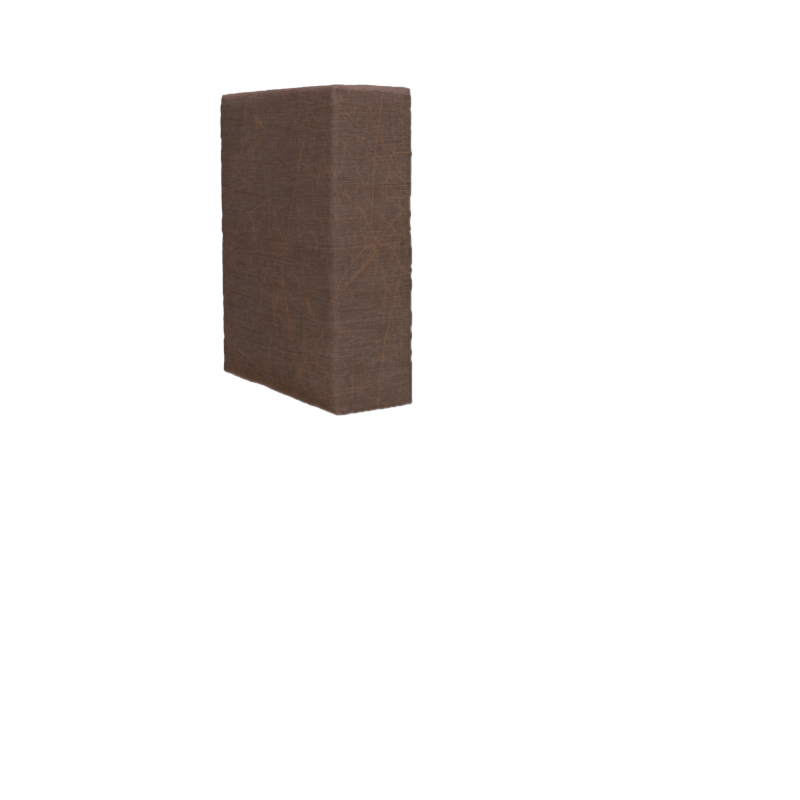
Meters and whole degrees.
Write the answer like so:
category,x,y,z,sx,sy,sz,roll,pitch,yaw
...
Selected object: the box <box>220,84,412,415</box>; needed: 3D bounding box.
category,x,y,z,sx,sy,sz,roll,pitch,yaw
box,-0.062,-0.112,0.787,0.070,0.211,0.172,-4,9,-34
